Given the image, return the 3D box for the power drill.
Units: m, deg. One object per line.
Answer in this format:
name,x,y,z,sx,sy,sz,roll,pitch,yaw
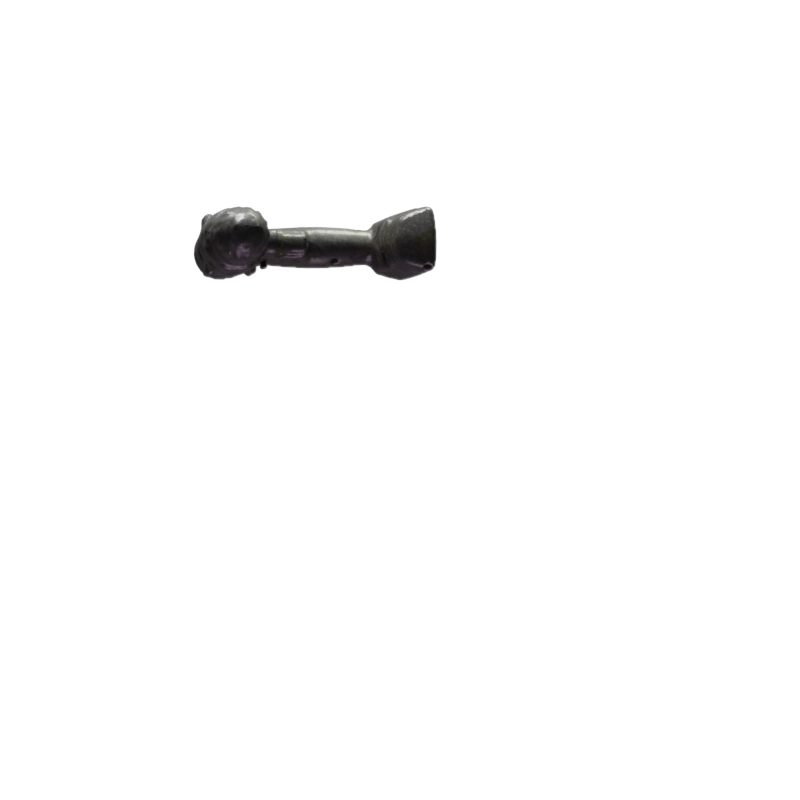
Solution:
power drill,-0.070,-0.128,0.896,0.184,0.057,0.187,-1,3,-14
